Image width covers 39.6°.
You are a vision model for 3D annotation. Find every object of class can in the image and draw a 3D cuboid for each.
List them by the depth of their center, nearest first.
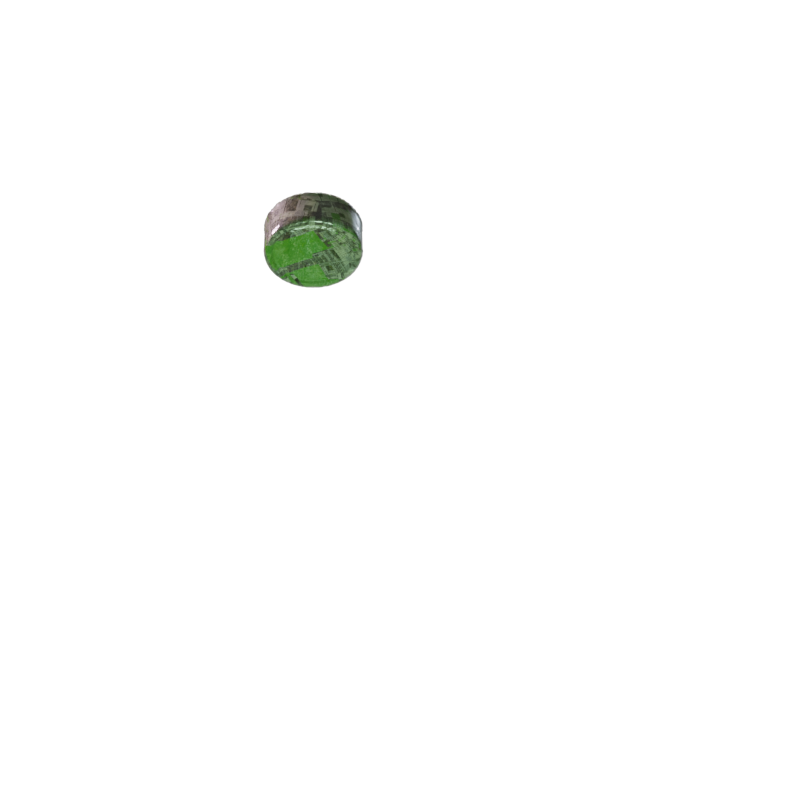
[{"bbox_3d":[-0.075,-0.136,0.952,0.086,0.036,0.080,1,-41,-1],"label":"can"}]
